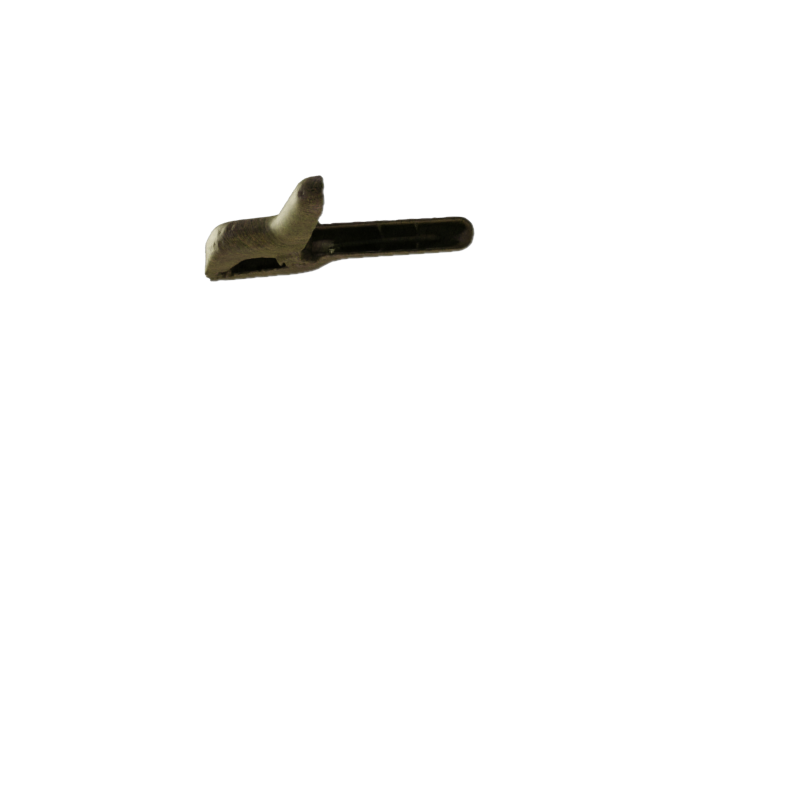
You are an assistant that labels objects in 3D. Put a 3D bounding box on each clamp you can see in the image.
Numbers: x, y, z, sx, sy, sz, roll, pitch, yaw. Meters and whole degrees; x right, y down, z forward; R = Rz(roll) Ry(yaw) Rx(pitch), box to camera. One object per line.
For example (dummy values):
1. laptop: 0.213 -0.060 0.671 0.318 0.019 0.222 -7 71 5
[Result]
1. clamp: -0.063 -0.116 0.809 0.157 0.037 0.214 6 -10 -40
